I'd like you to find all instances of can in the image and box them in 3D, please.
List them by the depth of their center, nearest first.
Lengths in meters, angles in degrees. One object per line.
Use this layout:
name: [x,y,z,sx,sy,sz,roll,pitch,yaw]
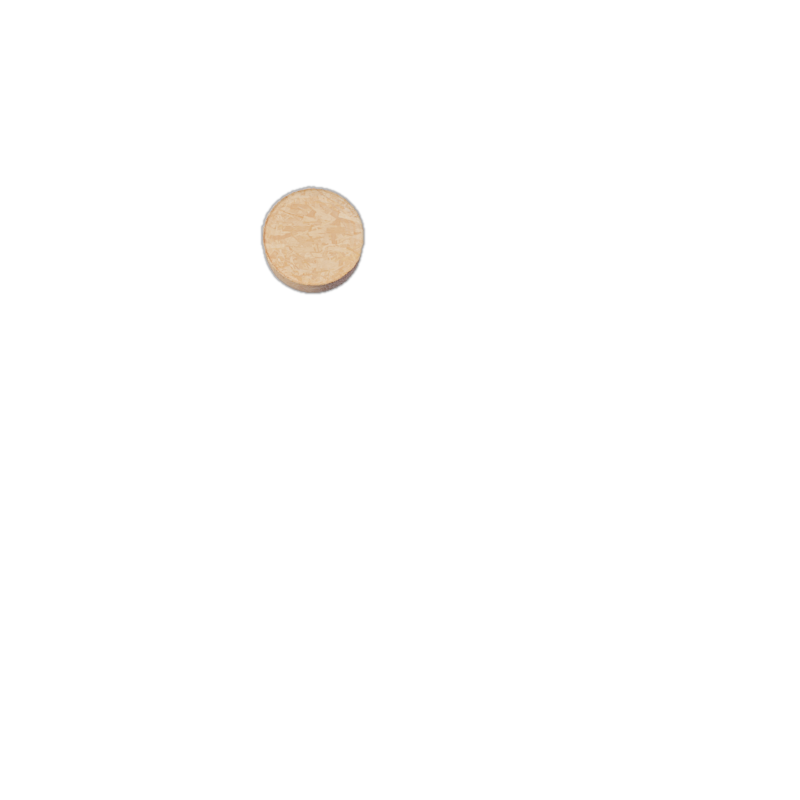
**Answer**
can: [-0.073,-0.134,0.938,0.086,0.089,0.032,0,-16,-1]
